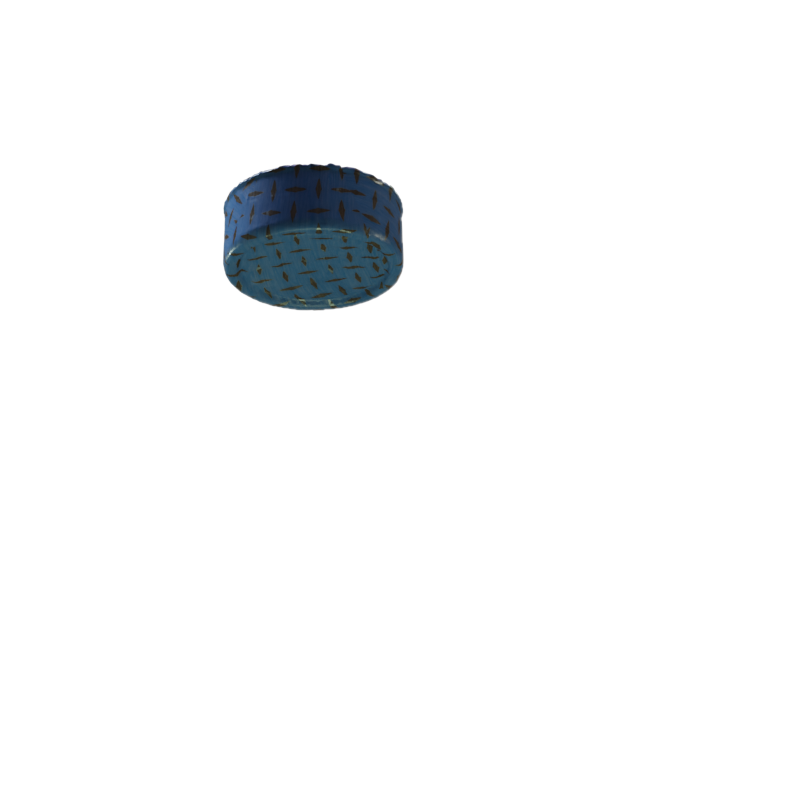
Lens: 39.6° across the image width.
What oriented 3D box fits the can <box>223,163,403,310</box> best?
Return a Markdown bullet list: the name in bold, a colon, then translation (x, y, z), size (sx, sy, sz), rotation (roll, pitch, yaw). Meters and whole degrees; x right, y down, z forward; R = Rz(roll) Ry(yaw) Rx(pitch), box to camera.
- **can**: translation (-0.041, -0.075, 0.523), size (0.086, 0.035, 0.081), rotation (1, -23, -2)
